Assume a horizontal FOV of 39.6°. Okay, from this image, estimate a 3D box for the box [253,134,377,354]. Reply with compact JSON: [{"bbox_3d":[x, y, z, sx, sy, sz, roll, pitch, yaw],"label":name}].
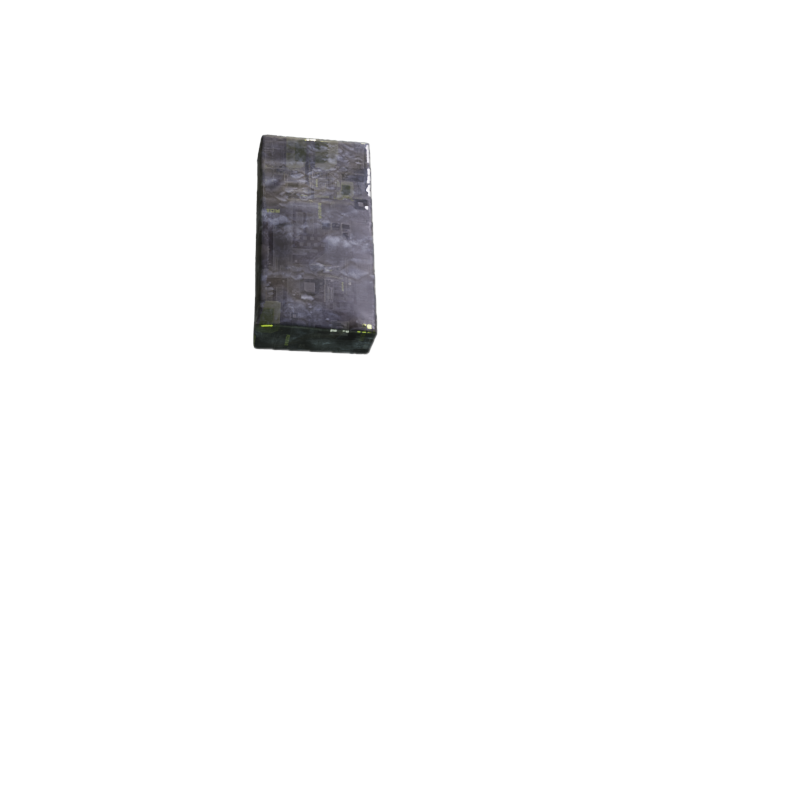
[{"bbox_3d":[-0.069,-0.126,0.883,0.092,0.188,0.046,3,-31,-8],"label":"box"}]
